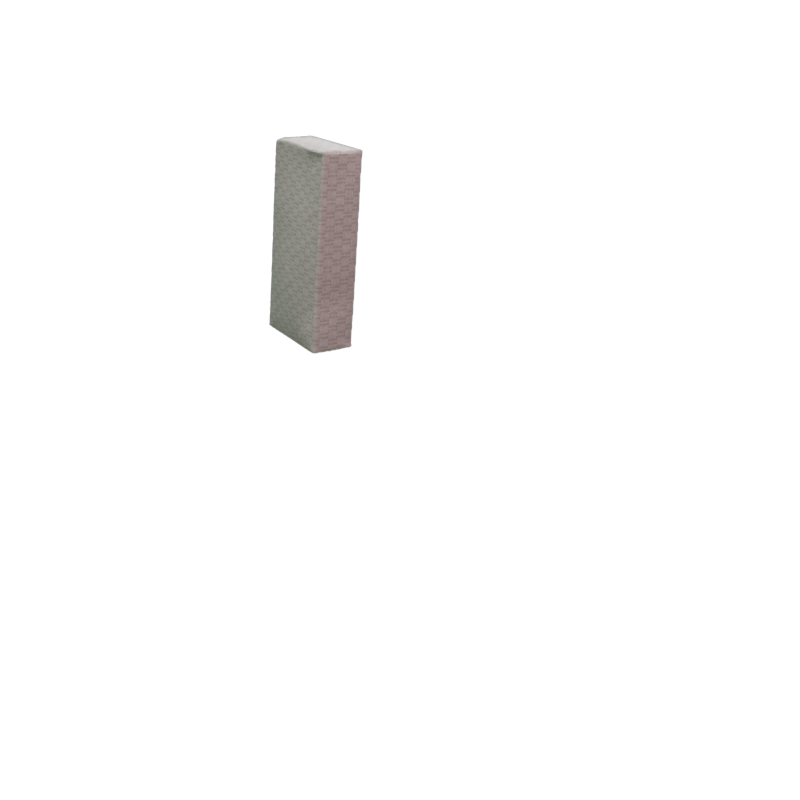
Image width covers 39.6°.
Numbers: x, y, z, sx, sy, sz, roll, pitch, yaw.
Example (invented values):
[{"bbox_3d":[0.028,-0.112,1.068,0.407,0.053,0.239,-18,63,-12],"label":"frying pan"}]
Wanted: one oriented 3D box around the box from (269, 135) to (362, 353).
[{"bbox_3d":[-0.077,-0.139,0.974,0.047,0.170,0.099,-7,17,-30],"label":"box"}]
